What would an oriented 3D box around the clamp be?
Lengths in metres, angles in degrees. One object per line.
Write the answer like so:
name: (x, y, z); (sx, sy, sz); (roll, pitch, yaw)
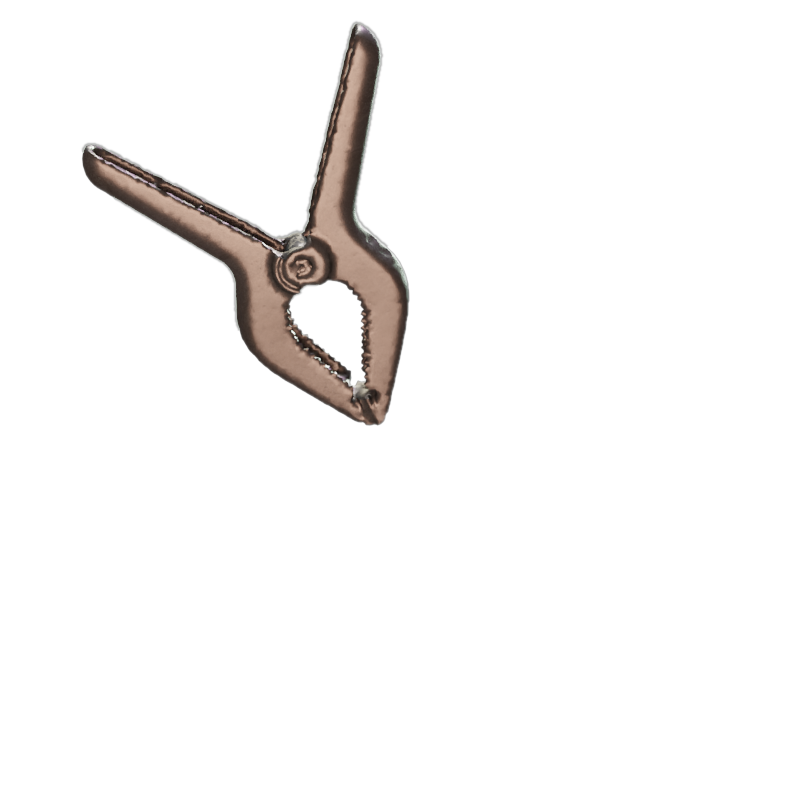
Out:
clamp: (-0.046, -0.084, 0.589); (0.164, 0.202, 0.038); (-29, 15, 9)
